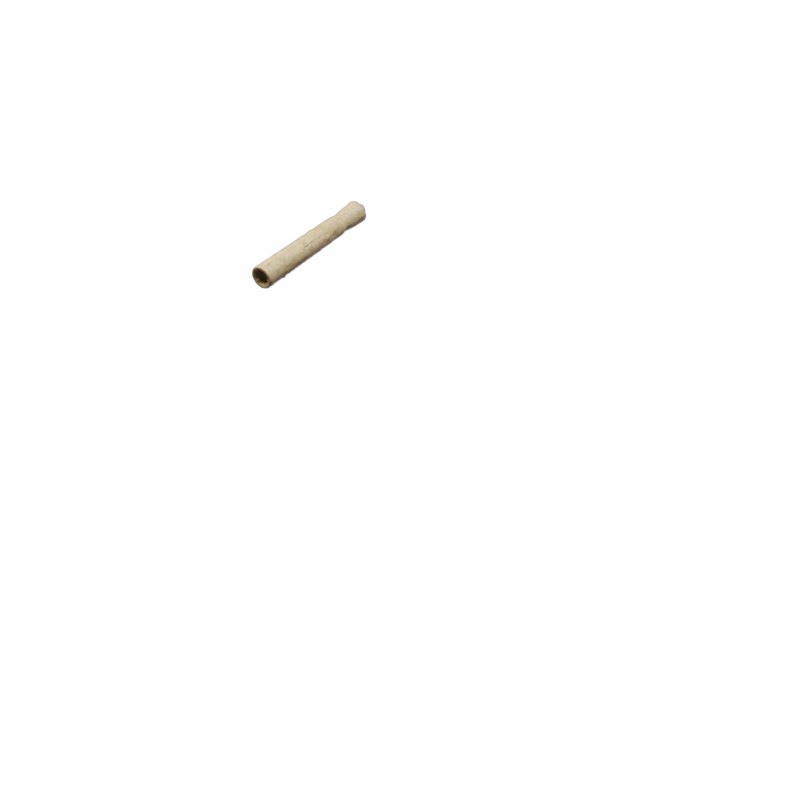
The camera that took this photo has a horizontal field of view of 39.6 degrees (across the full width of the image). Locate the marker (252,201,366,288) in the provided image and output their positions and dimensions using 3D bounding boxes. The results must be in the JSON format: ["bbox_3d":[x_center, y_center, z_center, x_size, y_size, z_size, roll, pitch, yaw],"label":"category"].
[{"bbox_3d":[-0.067,-0.122,0.852,0.021,0.019,0.122,3,33,42],"label":"marker"}]
